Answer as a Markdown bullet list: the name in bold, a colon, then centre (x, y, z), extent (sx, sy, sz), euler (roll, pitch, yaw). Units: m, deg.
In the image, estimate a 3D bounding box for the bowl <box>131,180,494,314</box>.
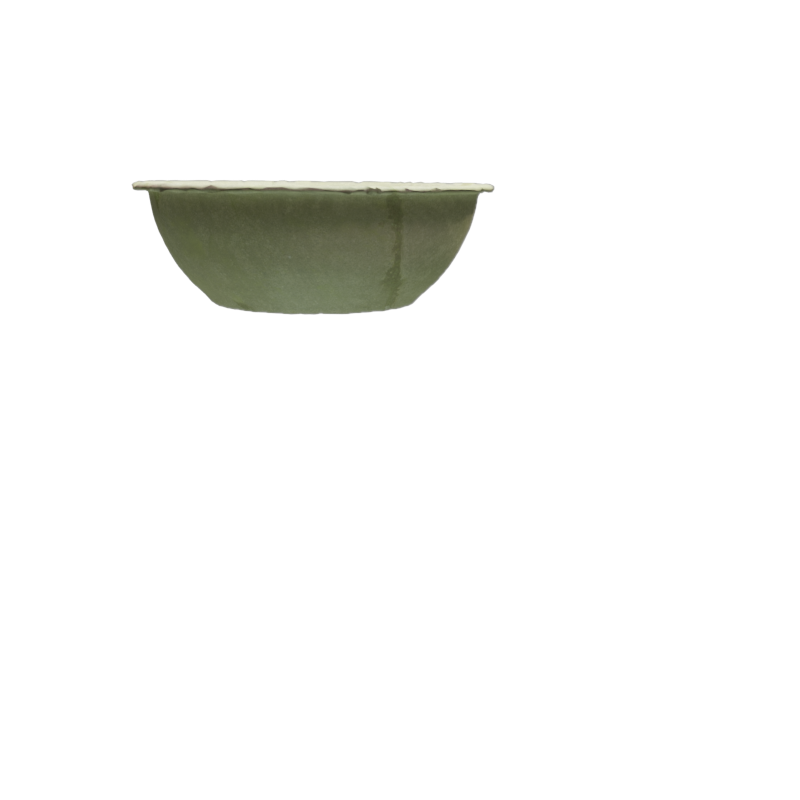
- **bowl**: centre (-0.039, -0.071, 0.500), extent (0.162, 0.054, 0.165), euler (0, 11, -2)
